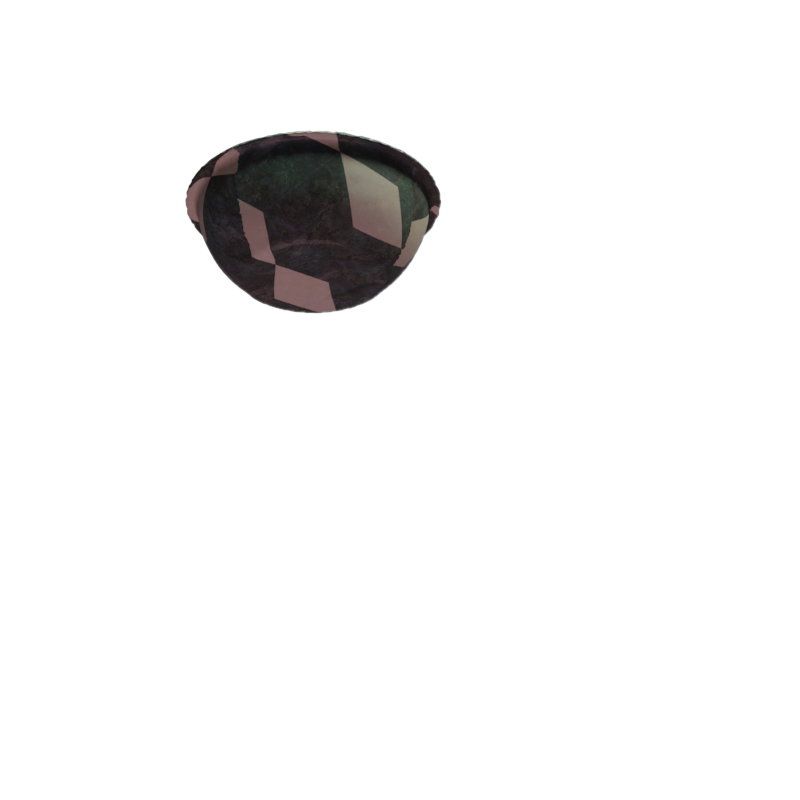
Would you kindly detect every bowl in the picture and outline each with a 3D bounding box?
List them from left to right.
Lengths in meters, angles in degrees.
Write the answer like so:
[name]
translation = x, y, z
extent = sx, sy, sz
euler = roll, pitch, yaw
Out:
[bowl]
translation = -0.054, -0.099, 0.691
extent = 0.162, 0.058, 0.153
euler = 1, -25, -2
